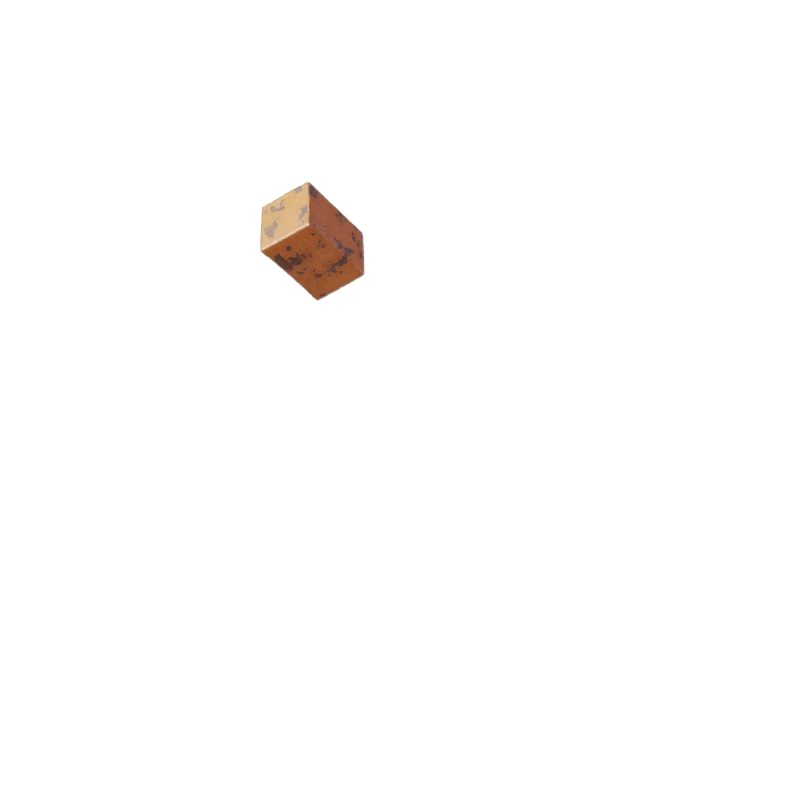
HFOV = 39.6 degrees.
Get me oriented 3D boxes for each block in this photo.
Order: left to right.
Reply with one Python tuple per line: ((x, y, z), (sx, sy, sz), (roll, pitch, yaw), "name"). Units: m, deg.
((-0.072, -0.132, 0.923), (0.053, 0.055, 0.072), (-26, -47, 25), "block")
